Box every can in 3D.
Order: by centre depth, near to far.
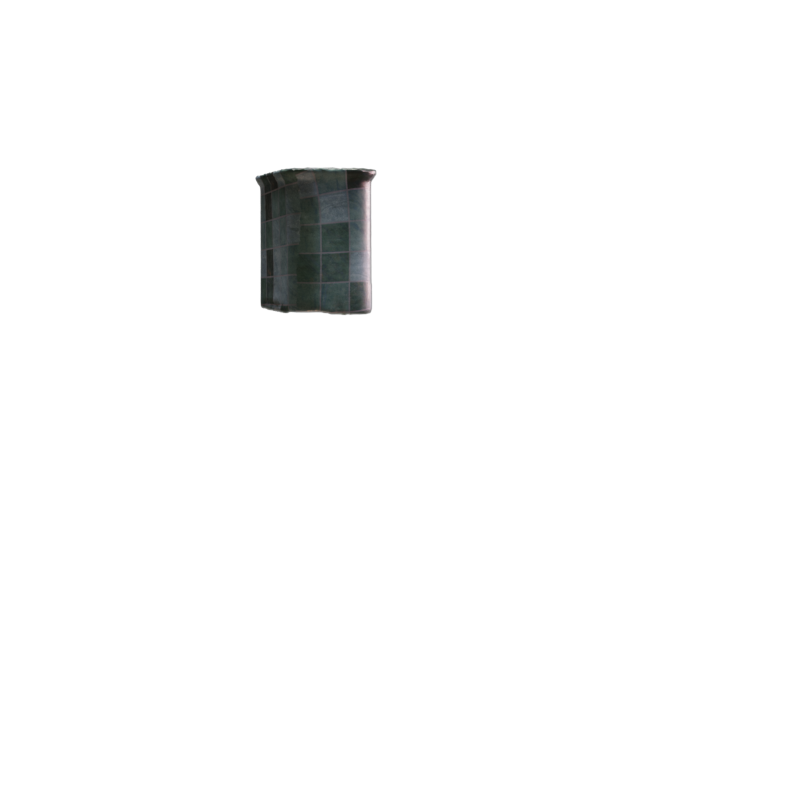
[{"bbox_3d":[-0.052,-0.096,0.671,0.056,0.083,0.105,-1,5,-19],"label":"can"}]
